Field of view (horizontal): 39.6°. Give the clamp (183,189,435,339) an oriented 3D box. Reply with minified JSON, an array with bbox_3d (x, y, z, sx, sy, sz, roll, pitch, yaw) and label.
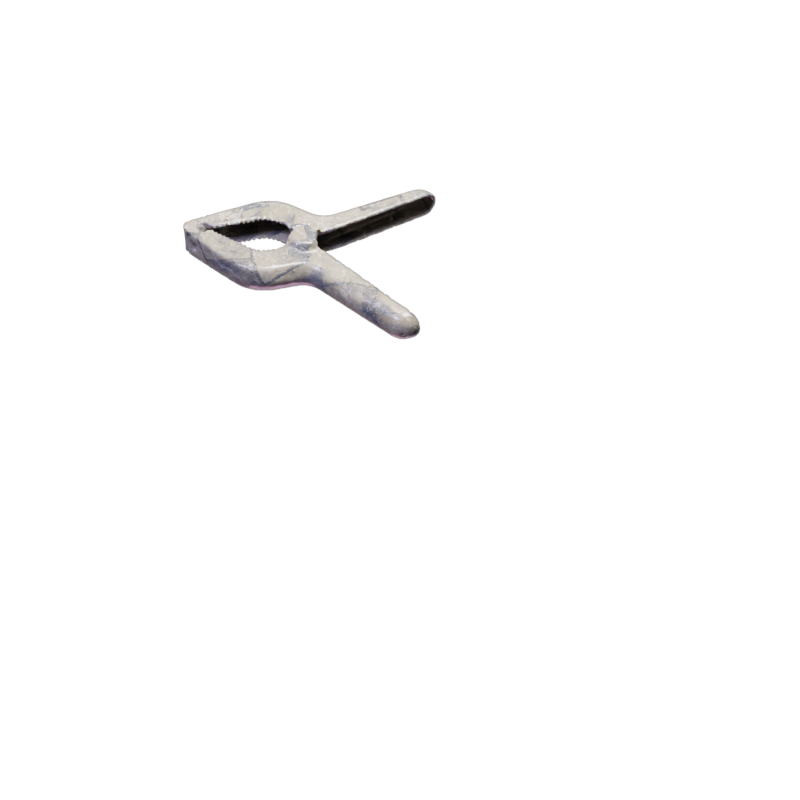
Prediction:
[{"bbox_3d":[-0.072,-0.130,0.914,0.214,0.034,0.173,11,46,10],"label":"clamp"}]
